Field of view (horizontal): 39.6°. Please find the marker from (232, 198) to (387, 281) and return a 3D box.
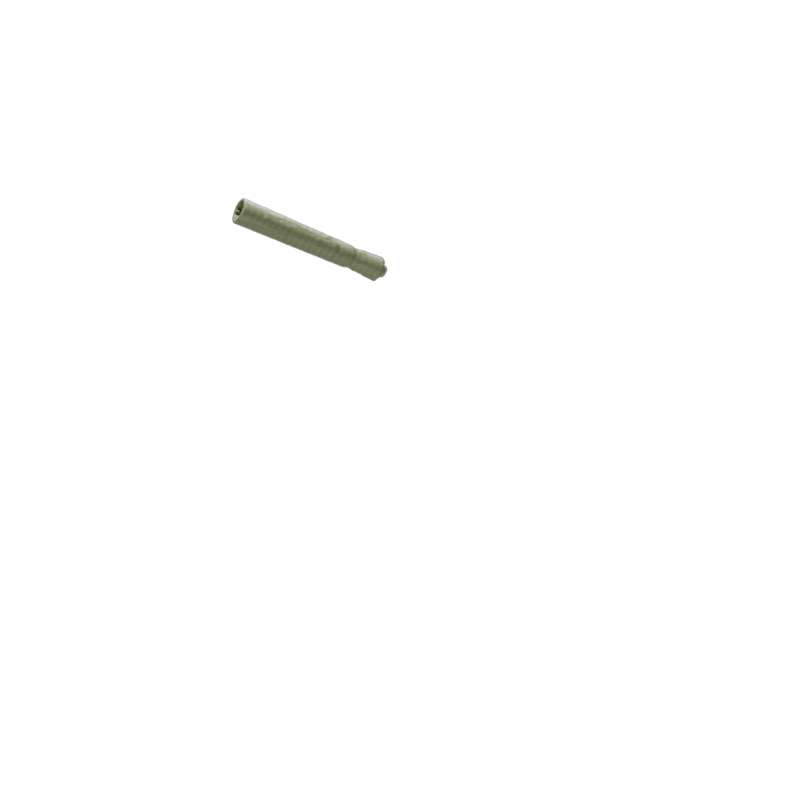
[{"bbox_3d":[-0.061,-0.112,0.782,0.116,0.020,0.020,20,-5,-24],"label":"marker"}]
